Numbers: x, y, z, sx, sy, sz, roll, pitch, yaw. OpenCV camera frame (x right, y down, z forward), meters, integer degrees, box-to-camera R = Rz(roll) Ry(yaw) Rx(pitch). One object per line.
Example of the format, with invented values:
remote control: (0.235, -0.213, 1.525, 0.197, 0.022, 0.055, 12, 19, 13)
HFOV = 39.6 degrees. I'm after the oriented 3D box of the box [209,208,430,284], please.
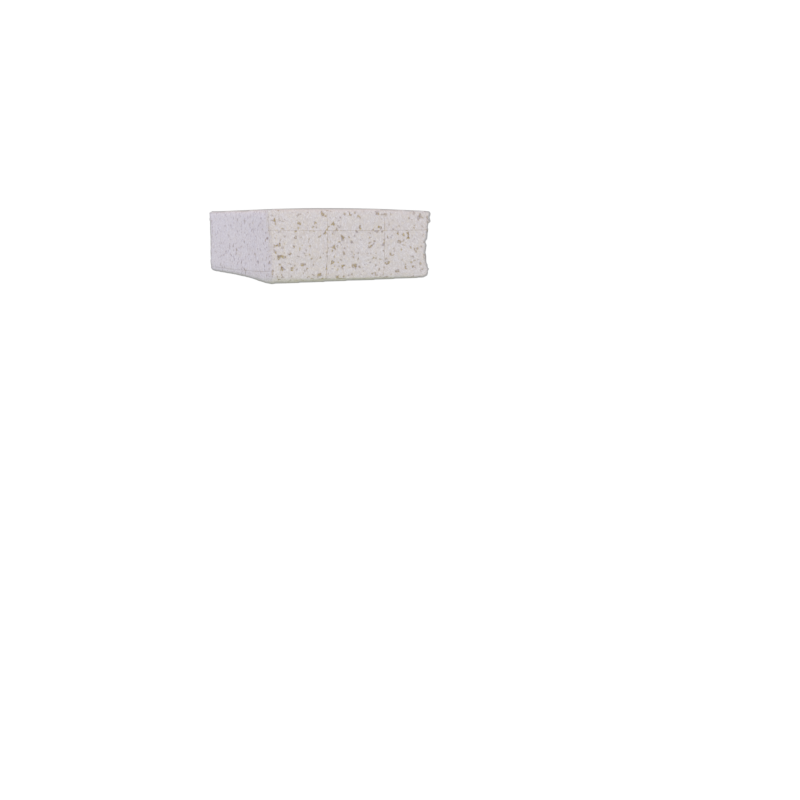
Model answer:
box: (-0.048, -0.086, 0.606, 0.088, 0.038, 0.118, -4, 11, -23)
